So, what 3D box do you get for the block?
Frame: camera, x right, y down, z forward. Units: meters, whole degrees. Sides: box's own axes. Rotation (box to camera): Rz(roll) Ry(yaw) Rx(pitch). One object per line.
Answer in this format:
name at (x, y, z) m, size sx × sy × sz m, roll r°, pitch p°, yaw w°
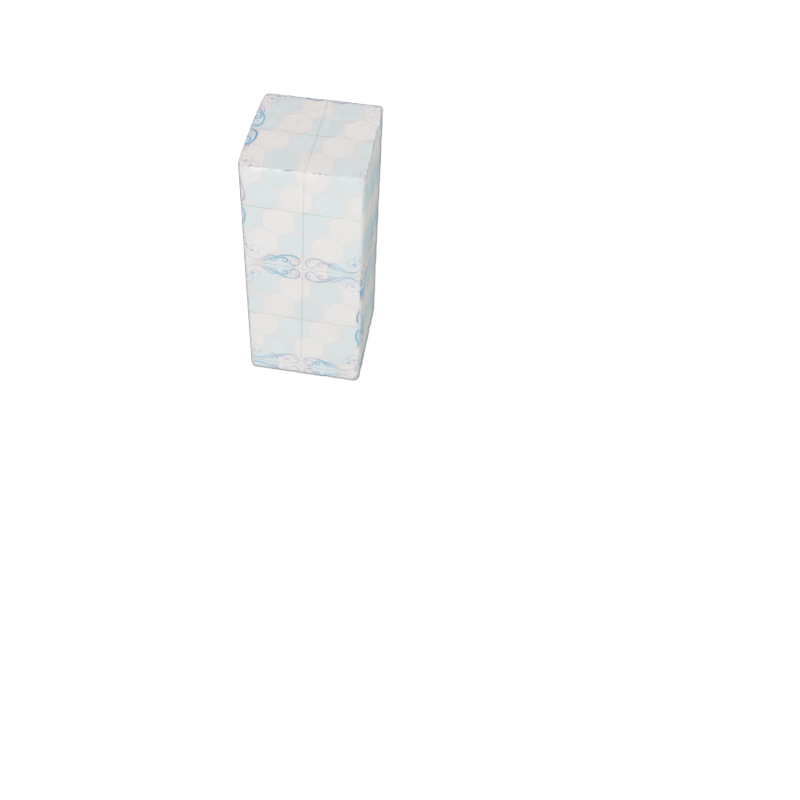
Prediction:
block at (-0.067, -0.120, 0.846) m, size 0.092 × 0.096 × 0.192 m, roll 9°, pitch -44°, yaw 5°
